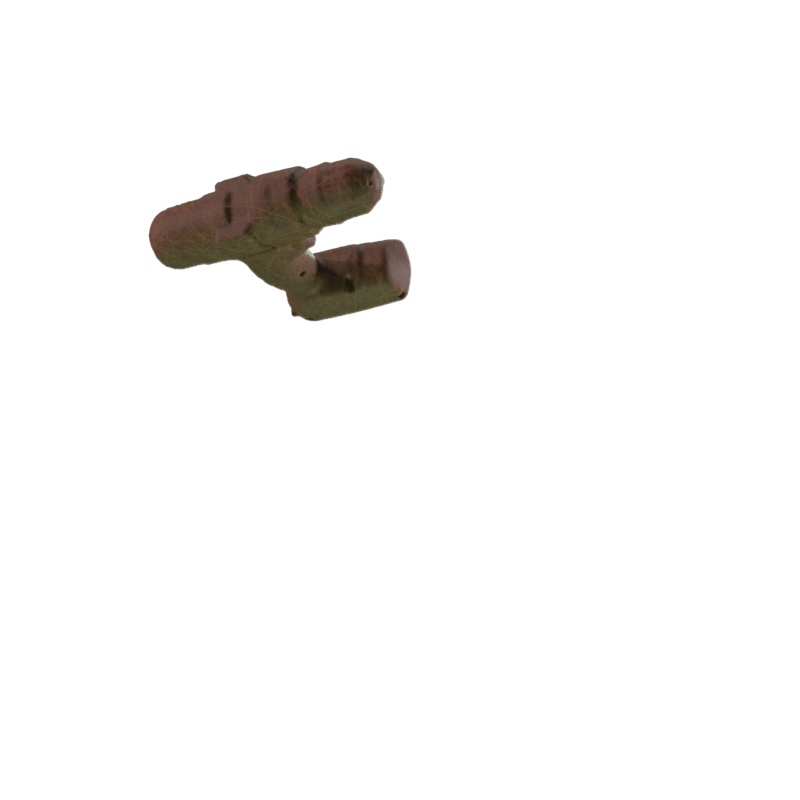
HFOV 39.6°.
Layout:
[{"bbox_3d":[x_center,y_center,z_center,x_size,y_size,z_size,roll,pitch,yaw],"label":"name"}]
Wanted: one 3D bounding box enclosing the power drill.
[{"bbox_3d":[-0.065,-0.118,0.829,0.188,0.060,0.176,-9,-18,27],"label":"power drill"}]
